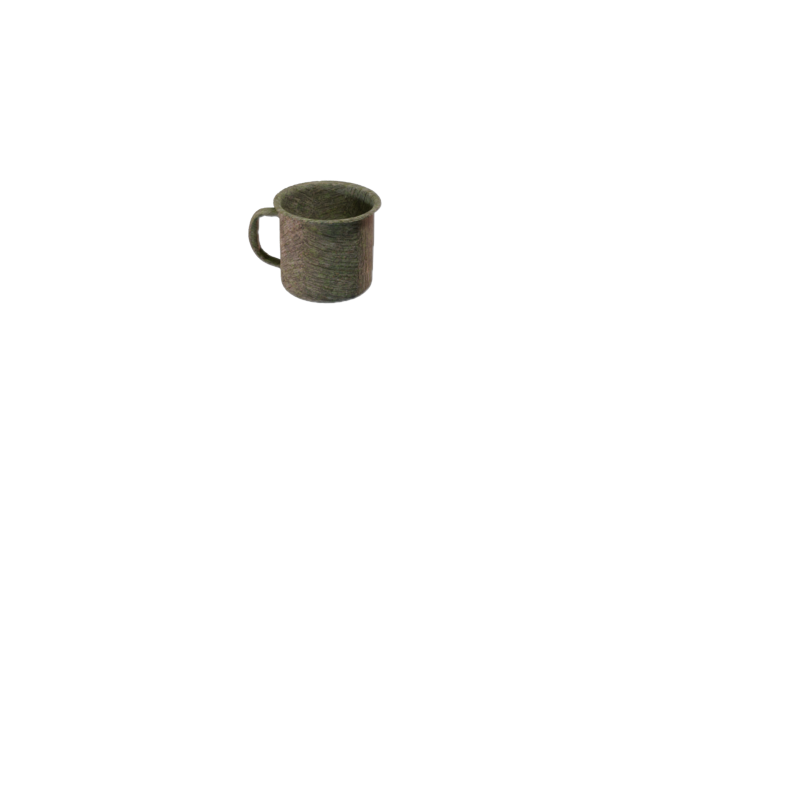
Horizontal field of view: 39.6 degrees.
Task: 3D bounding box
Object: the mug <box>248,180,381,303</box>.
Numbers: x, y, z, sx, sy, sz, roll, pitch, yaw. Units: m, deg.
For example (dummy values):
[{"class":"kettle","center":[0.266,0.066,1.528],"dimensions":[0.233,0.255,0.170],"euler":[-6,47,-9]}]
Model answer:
[{"class":"mug","center":[-0.076,-0.138,0.967],"dimensions":[0.119,0.077,0.097],"euler":[5,30,8]}]
